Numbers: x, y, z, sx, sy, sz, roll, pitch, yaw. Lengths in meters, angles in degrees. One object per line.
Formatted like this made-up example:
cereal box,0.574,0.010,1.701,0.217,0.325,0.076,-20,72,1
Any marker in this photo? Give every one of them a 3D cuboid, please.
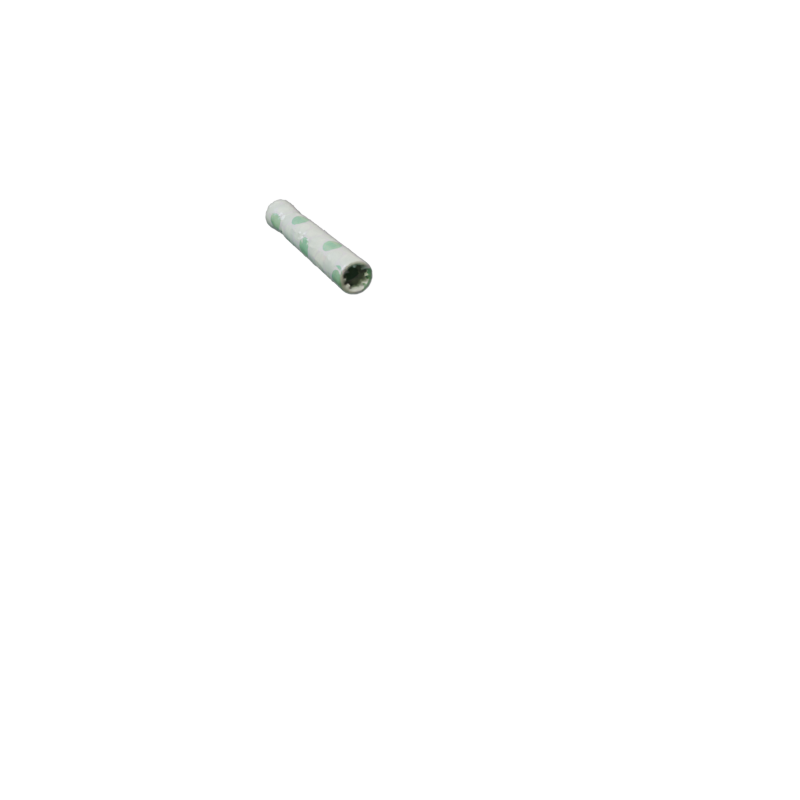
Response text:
marker,-0.048,-0.088,0.614,0.019,0.019,0.129,-2,24,-25
